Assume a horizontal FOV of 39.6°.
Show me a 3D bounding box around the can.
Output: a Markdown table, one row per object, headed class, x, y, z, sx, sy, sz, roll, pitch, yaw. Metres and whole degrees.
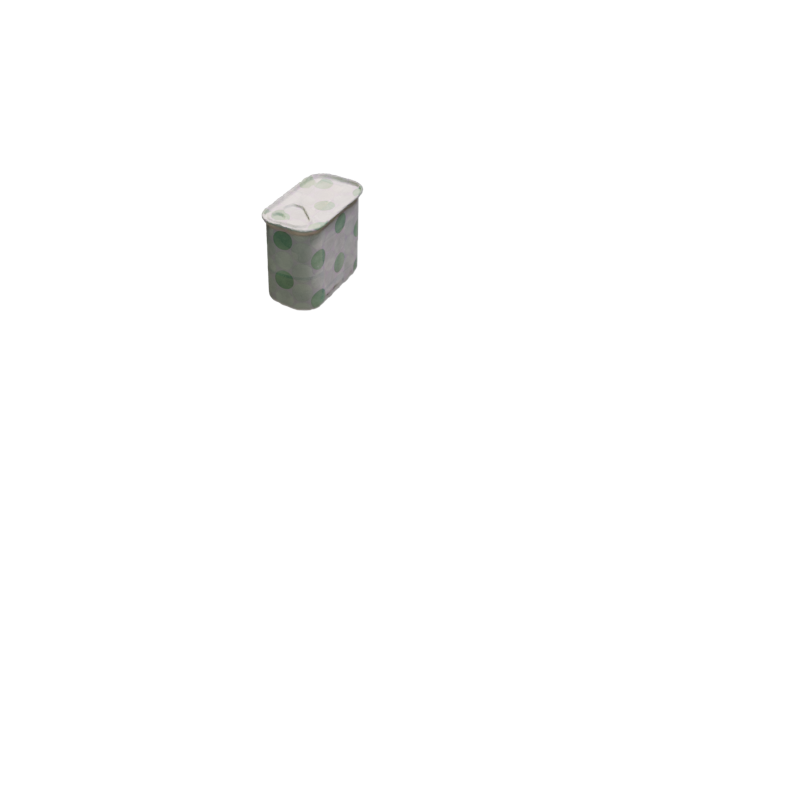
| class | x | y | z | sx | sy | sz | roll | pitch | yaw |
| --- | --- | --- | --- | --- | --- | --- | --- | --- | --- |
| can | -0.076 | -0.139 | 0.977 | 0.060 | 0.078 | 0.104 | 17 | 38 | 22 |
